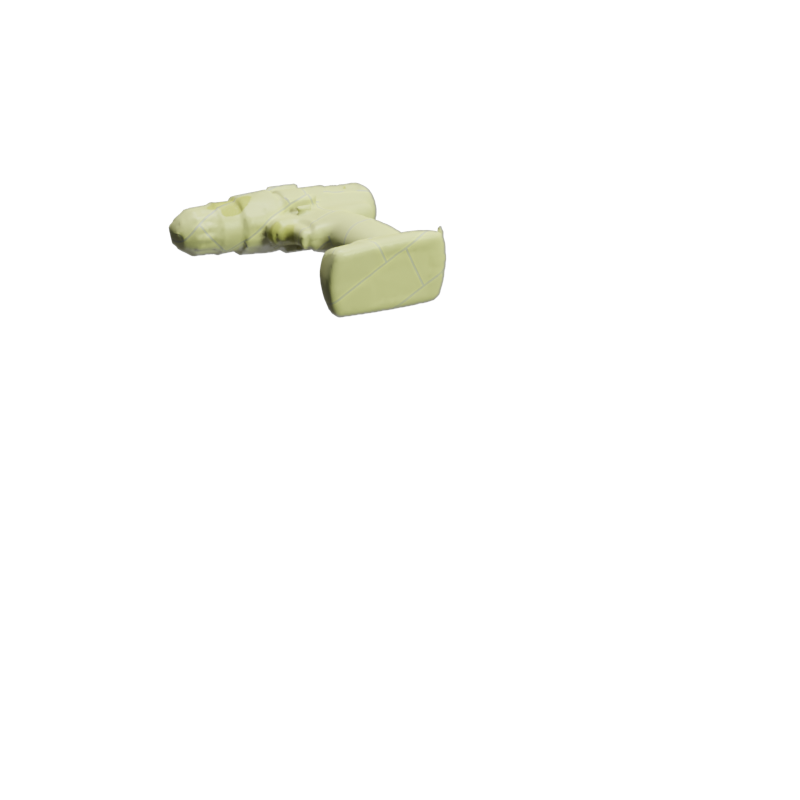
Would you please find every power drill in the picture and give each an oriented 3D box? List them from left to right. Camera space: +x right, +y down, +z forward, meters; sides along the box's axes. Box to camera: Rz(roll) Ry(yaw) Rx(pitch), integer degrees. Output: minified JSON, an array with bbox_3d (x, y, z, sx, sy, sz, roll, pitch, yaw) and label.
[{"bbox_3d":[-0.068,-0.125,0.873,0.181,0.054,0.201,-15,30,-27],"label":"power drill"}]
